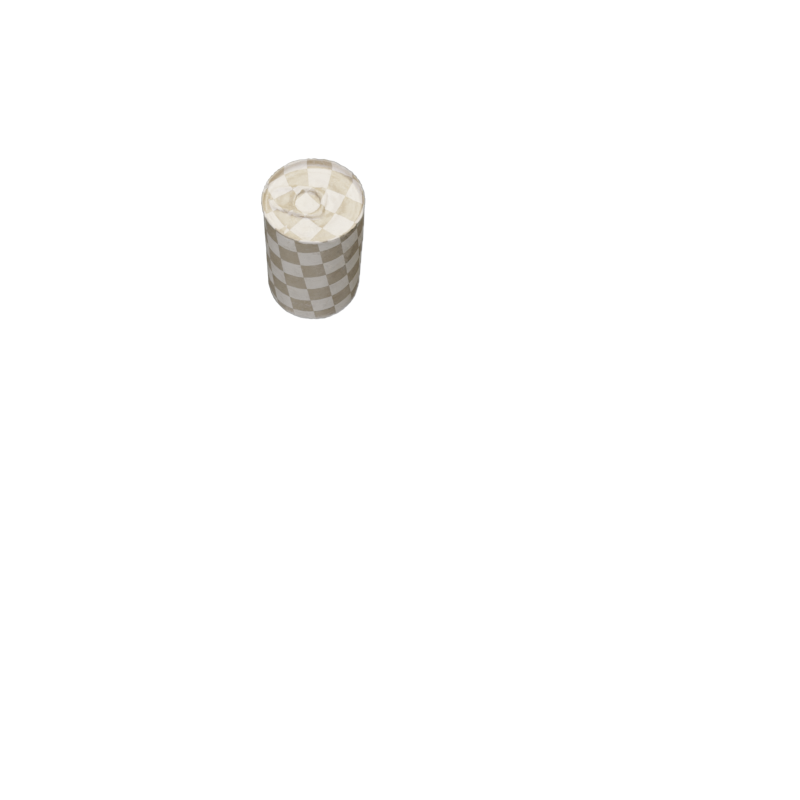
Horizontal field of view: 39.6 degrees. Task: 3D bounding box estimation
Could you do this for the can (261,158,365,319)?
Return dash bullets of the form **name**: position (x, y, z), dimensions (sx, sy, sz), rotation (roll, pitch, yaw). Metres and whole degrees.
- **can**: position (-0.060, -0.109, 0.762), dimensions (0.068, 0.073, 0.096), rotation (0, -29, -3)
